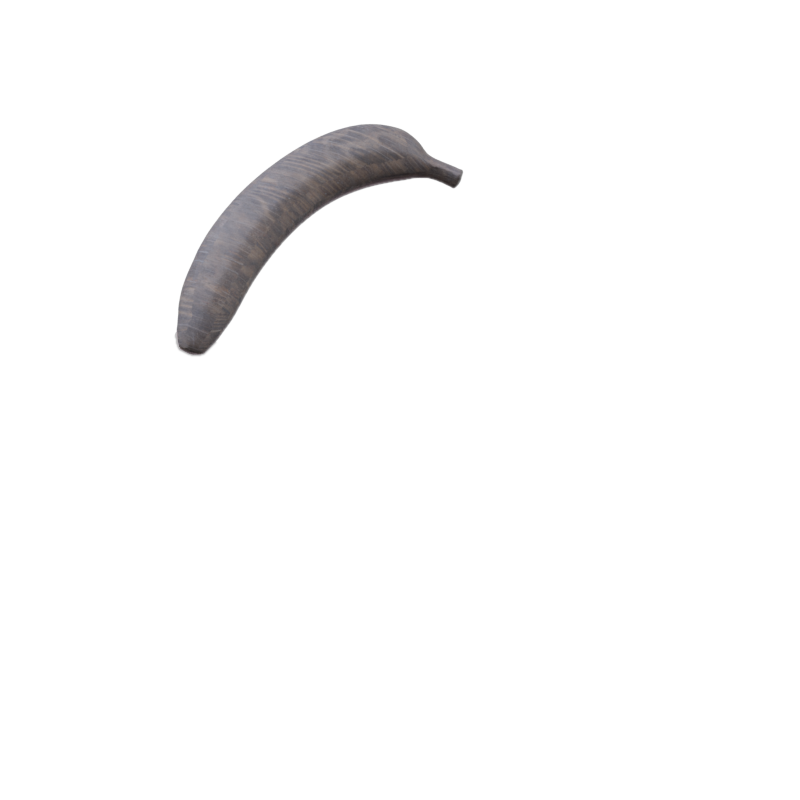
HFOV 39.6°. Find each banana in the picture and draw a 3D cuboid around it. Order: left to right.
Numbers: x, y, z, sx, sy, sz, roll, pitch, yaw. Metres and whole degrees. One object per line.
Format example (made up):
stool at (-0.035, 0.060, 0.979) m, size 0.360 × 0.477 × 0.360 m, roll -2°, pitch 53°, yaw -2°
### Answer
banana at (-0.057, -0.105, 0.629) m, size 0.199 × 0.073 × 0.035 m, roll -36°, pitch -20°, yaw -17°
